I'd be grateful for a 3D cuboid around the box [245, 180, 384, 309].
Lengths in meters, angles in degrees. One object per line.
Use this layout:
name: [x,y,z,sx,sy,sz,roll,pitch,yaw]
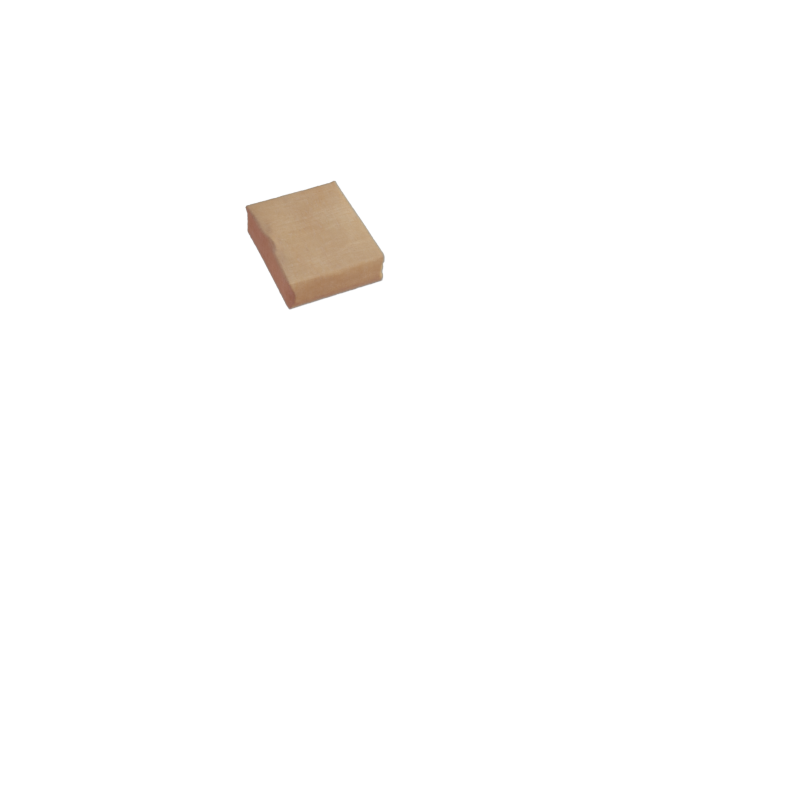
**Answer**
box: [-0.062,-0.114,0.797,0.072,0.097,0.028,-18,-39,-16]
